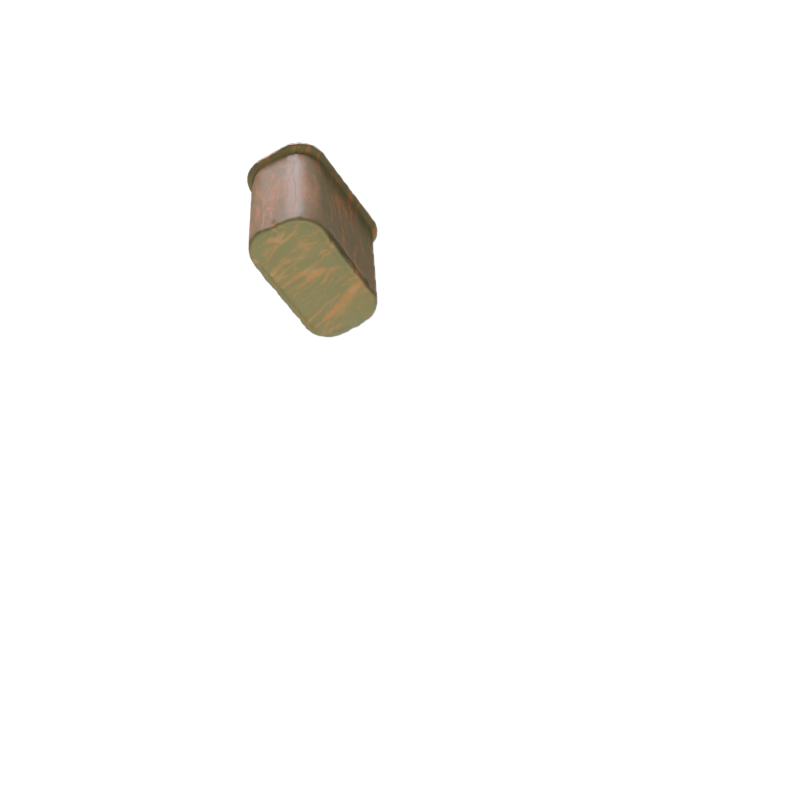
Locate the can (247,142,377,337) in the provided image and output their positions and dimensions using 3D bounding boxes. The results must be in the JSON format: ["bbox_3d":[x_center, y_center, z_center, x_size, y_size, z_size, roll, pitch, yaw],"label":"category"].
[{"bbox_3d":[-0.057,-0.104,0.725,0.057,0.090,0.095,-26,-53,19],"label":"can"}]
